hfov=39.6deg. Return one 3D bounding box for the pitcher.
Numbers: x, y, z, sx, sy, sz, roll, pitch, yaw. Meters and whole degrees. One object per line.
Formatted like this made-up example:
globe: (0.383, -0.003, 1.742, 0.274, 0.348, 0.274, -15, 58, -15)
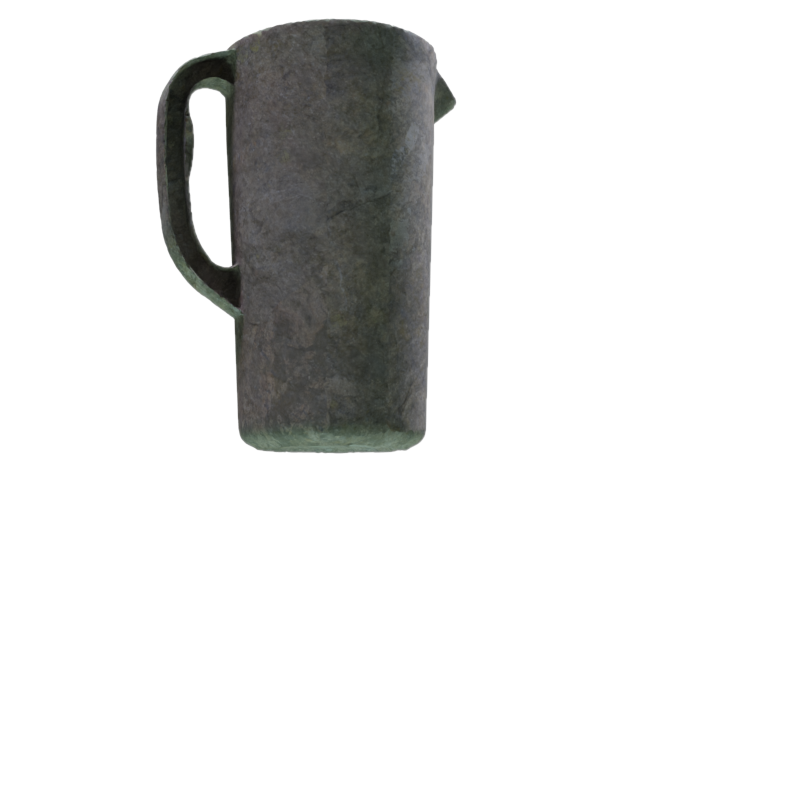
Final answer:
pitcher: (-0.052, -0.094, 0.658, 0.152, 0.250, 0.138, -5, -12, 22)
